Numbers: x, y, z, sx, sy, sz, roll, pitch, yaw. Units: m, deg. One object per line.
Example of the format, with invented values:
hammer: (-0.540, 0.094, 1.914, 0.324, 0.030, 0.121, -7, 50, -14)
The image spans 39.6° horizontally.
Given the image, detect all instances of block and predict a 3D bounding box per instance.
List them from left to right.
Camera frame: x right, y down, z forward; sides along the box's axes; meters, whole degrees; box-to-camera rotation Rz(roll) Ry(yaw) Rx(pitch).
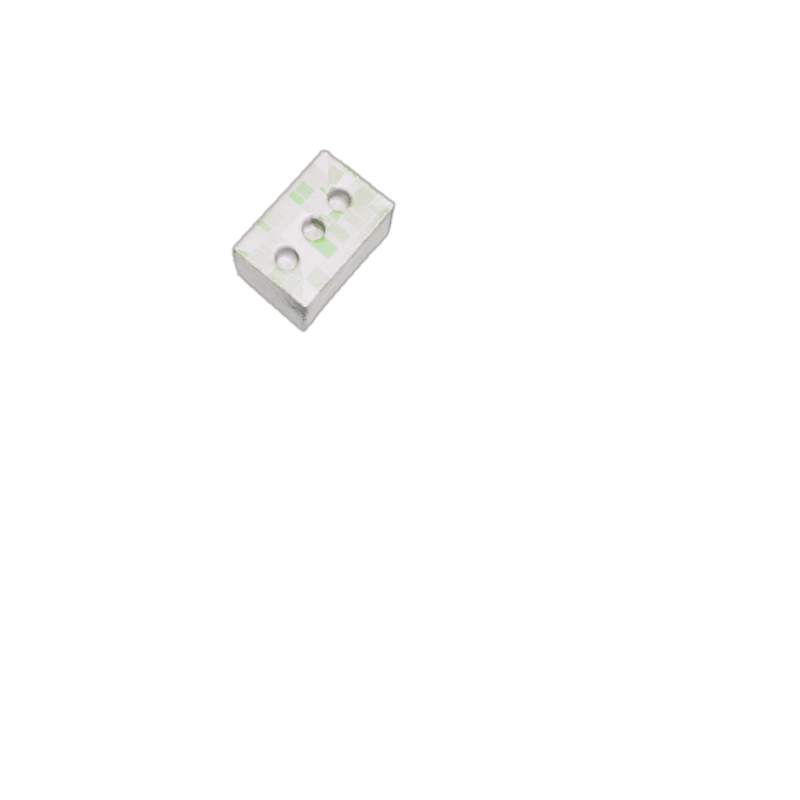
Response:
block: (-0.048, -0.088, 0.617, 0.054, 0.079, 0.049, 38, -12, 7)
